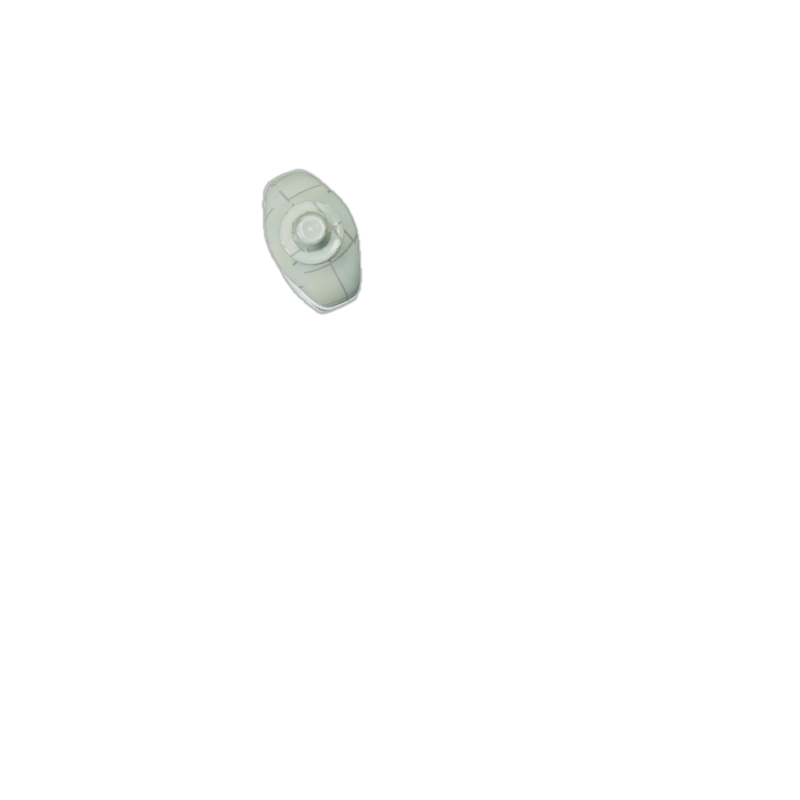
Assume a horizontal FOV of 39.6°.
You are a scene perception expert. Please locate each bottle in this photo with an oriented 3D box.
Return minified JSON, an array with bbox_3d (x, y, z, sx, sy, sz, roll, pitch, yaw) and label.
[{"bbox_3d":[-0.060,-0.109,0.767,0.058,0.096,0.191,-23,3,-3],"label":"bottle"}]
